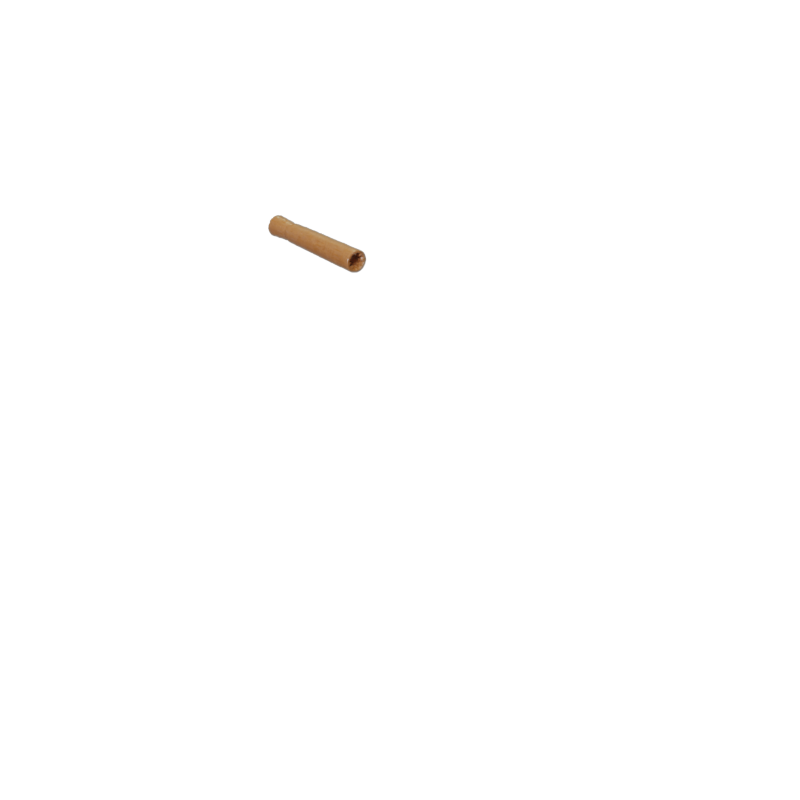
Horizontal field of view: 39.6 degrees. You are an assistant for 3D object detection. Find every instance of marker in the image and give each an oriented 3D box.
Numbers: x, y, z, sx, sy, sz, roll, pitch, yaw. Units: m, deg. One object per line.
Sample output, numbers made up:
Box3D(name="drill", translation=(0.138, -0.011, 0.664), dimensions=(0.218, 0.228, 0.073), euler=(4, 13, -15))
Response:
Box3D(name="marker", translation=(-0.071, -0.130, 0.909), dimensions=(0.019, 0.019, 0.129), euler=(-3, 22, -37))
